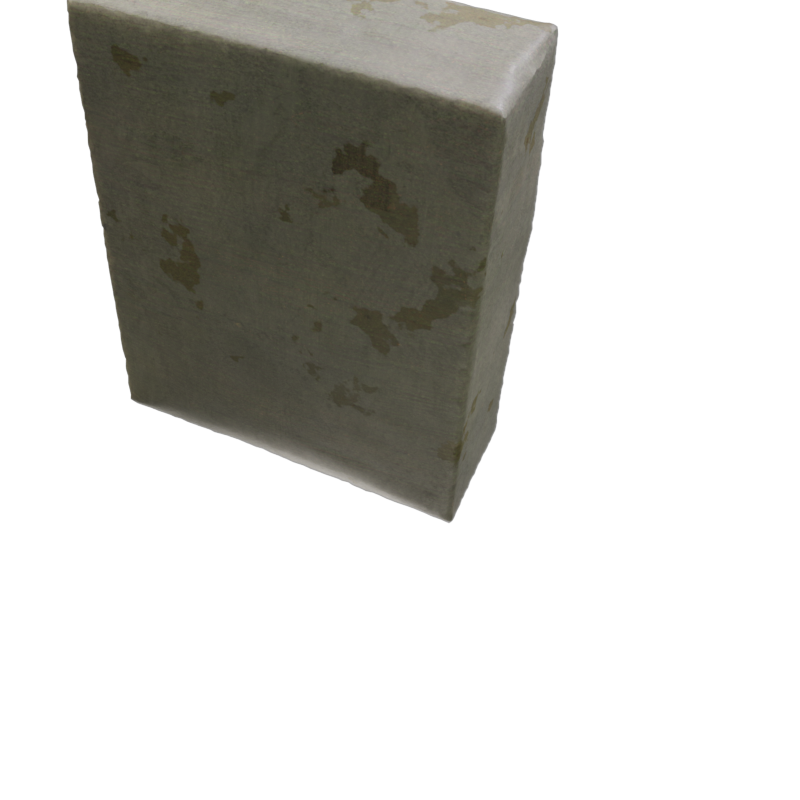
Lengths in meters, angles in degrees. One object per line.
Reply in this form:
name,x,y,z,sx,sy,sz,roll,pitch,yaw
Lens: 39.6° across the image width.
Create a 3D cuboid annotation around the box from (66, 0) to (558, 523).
box,-0.035,-0.064,0.450,0.170,0.199,0.074,20,47,17
